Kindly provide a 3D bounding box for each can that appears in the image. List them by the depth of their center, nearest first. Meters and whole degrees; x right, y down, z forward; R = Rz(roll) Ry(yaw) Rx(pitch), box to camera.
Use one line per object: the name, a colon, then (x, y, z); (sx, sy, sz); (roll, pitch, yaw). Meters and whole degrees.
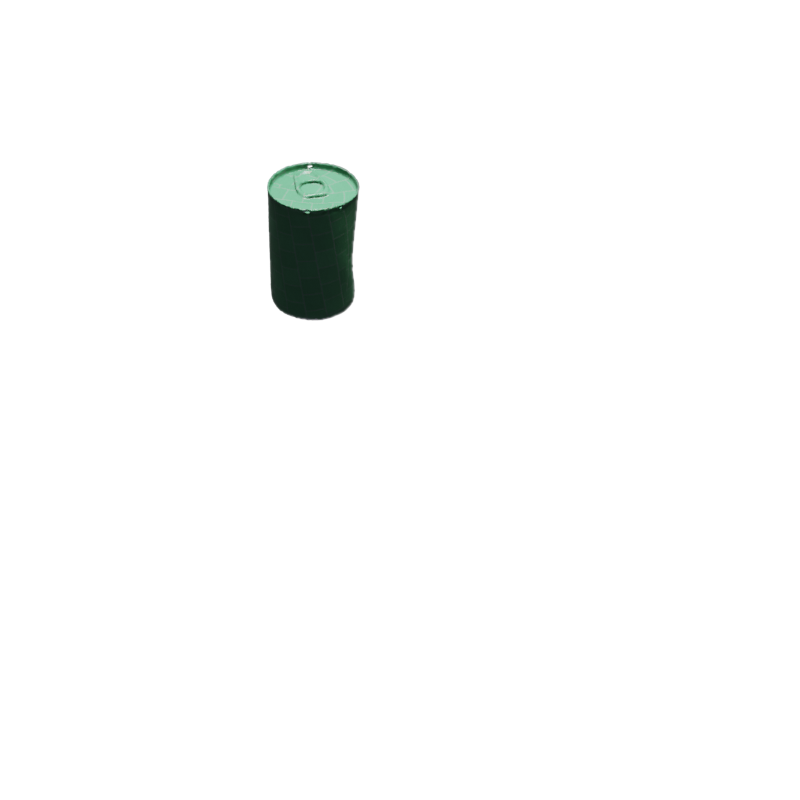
can: (-0.066, -0.120, 0.843); (0.068, 0.095, 0.073); (0, 38, -3)
